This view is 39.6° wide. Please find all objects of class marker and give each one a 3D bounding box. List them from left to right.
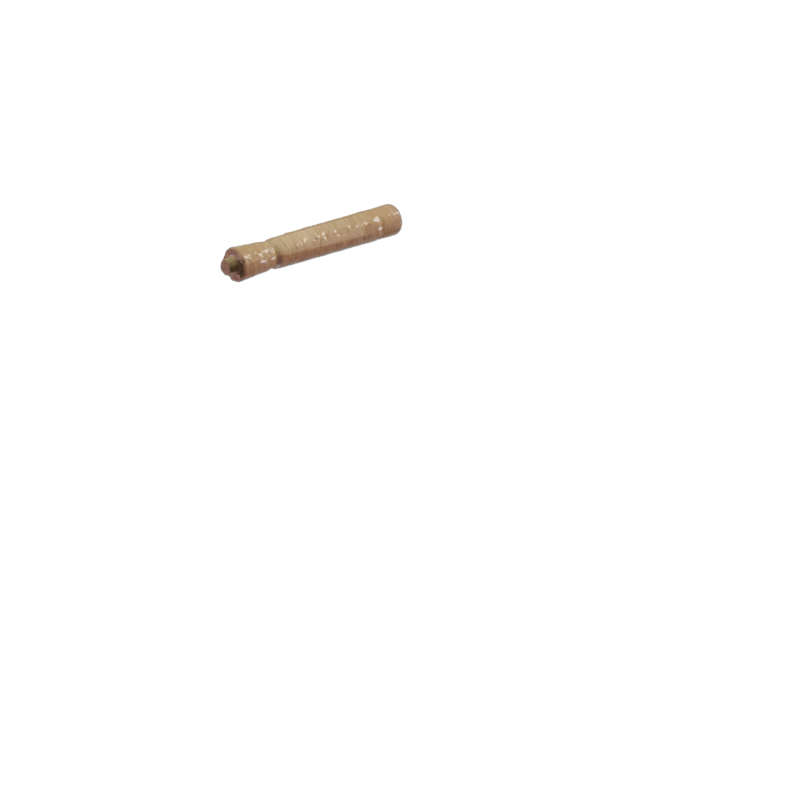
[{"bbox_3d":[-0.048,-0.087,0.608,0.119,0.019,0.021,-23,18,-39],"label":"marker"}]
